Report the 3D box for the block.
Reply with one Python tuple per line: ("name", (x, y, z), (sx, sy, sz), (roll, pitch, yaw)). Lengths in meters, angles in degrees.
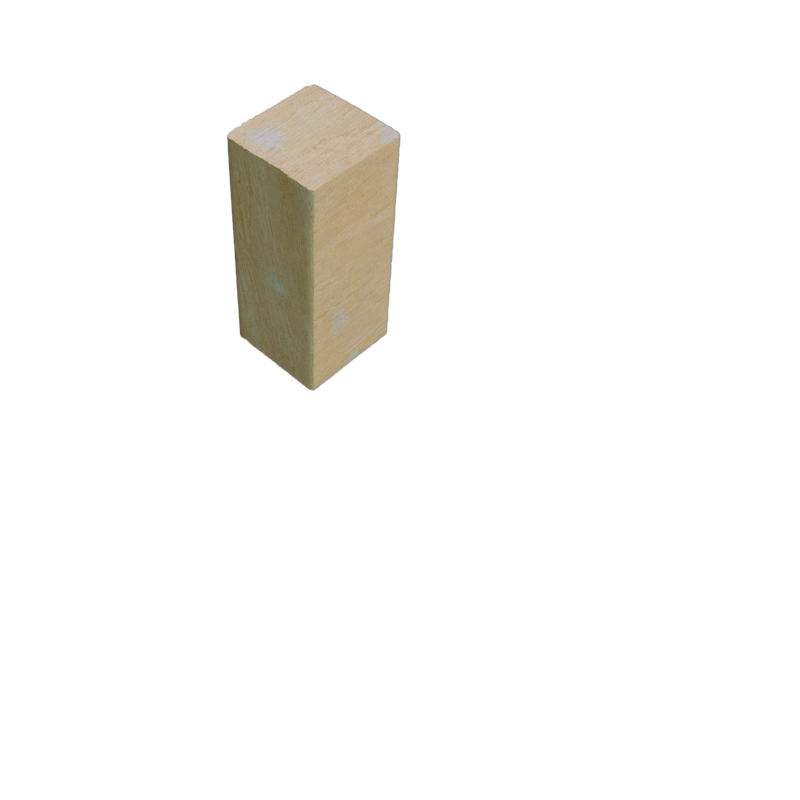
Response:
("block", (-0.066, -0.120, 0.839), (0.096, 0.192, 0.092), (36, 55, 26))
